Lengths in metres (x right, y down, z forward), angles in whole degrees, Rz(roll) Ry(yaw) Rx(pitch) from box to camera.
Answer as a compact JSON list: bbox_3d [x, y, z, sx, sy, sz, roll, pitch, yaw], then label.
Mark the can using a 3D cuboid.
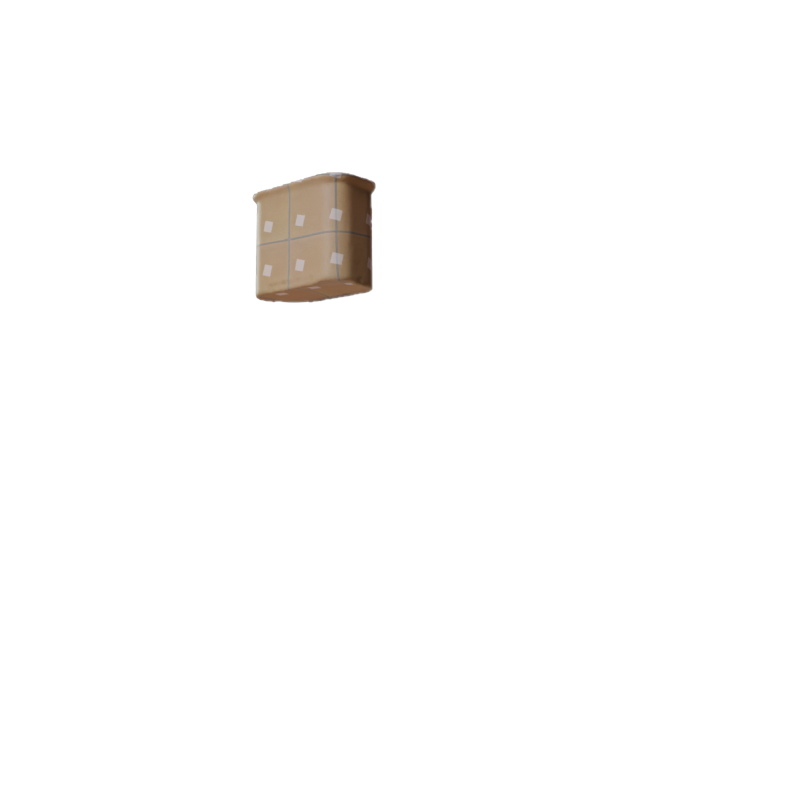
[{"bbox_3d":[-0.068,-0.123,0.862,0.104,0.086,0.054,-8,-13,41],"label":"can"}]
